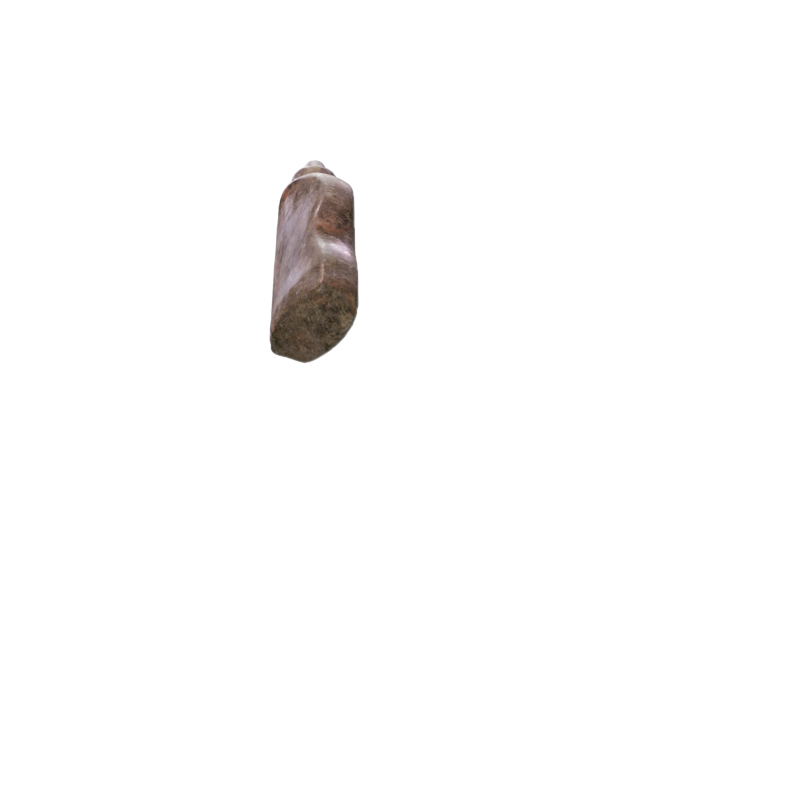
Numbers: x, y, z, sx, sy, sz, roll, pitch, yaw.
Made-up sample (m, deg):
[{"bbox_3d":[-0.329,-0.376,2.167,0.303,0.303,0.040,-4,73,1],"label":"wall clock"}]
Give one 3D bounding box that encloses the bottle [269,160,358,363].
[{"bbox_3d":[-0.072,-0.131,0.920,0.056,0.206,0.093,17,-46,-21],"label":"bottle"}]
